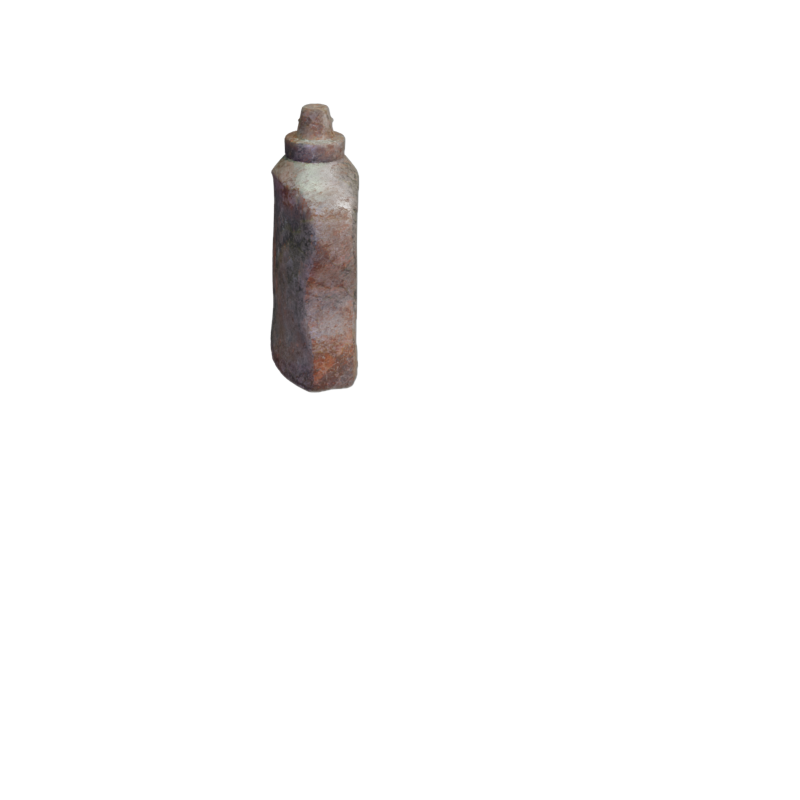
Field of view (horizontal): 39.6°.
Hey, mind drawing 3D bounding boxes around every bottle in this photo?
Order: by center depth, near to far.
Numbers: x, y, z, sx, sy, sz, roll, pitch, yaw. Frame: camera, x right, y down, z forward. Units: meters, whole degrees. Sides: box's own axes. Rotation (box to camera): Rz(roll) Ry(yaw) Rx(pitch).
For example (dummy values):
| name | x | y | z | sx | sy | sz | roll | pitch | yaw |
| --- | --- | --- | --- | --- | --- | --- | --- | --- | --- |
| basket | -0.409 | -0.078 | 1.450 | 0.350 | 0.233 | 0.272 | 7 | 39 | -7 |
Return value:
| name | x | y | z | sx | sy | sz | roll | pitch | yaw |
| --- | --- | --- | --- | --- | --- | --- | --- | --- | --- |
| bottle | -0.060 | -0.110 | 0.768 | 0.057 | 0.183 | 0.102 | -5 | 24 | -17 |
